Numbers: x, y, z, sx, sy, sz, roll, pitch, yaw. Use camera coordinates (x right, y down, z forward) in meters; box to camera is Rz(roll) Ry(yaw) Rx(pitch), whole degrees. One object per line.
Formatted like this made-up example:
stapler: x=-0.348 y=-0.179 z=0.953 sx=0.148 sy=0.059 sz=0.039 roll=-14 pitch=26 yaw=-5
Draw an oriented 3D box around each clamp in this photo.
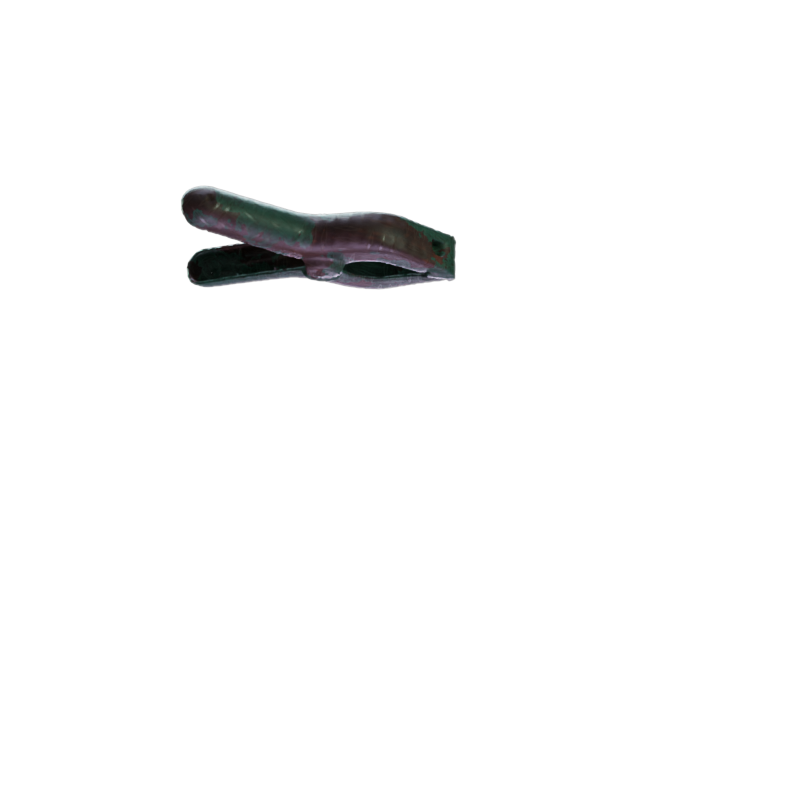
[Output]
clamp: x=-0.052 y=-0.094 z=0.661 sx=0.172 sy=0.040 sz=0.116 roll=0 pitch=-9 yaw=3
